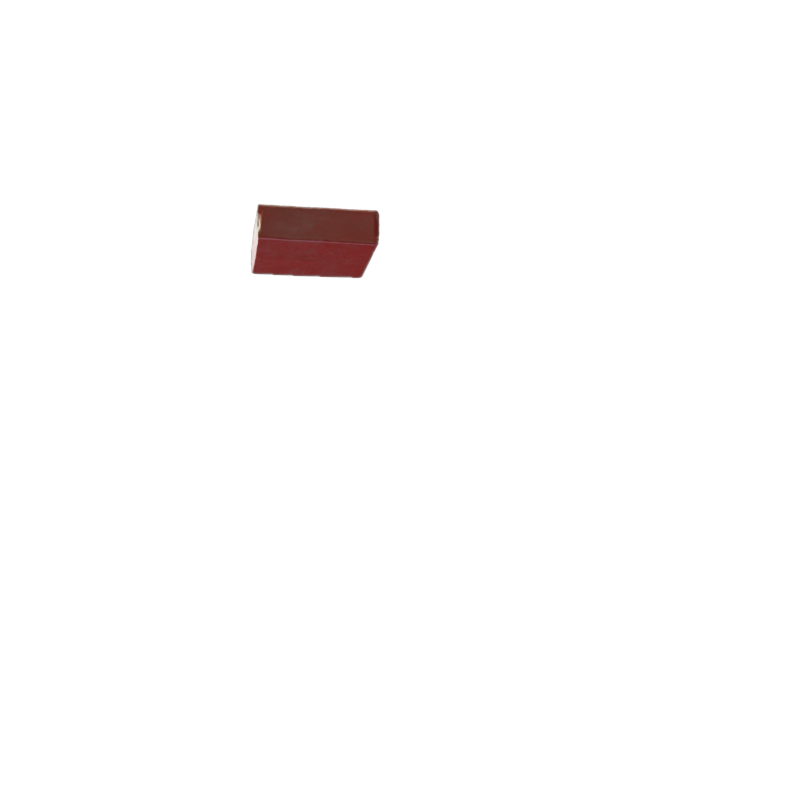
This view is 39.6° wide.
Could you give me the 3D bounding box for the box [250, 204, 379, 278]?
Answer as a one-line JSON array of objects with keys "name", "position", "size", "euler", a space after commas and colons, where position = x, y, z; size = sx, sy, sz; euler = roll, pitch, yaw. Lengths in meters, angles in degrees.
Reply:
[{"name": "box", "position": [-0.064, -0.117, 0.819], "size": [0.088, 0.031, 0.071], "euler": [2, -16, -7]}]
